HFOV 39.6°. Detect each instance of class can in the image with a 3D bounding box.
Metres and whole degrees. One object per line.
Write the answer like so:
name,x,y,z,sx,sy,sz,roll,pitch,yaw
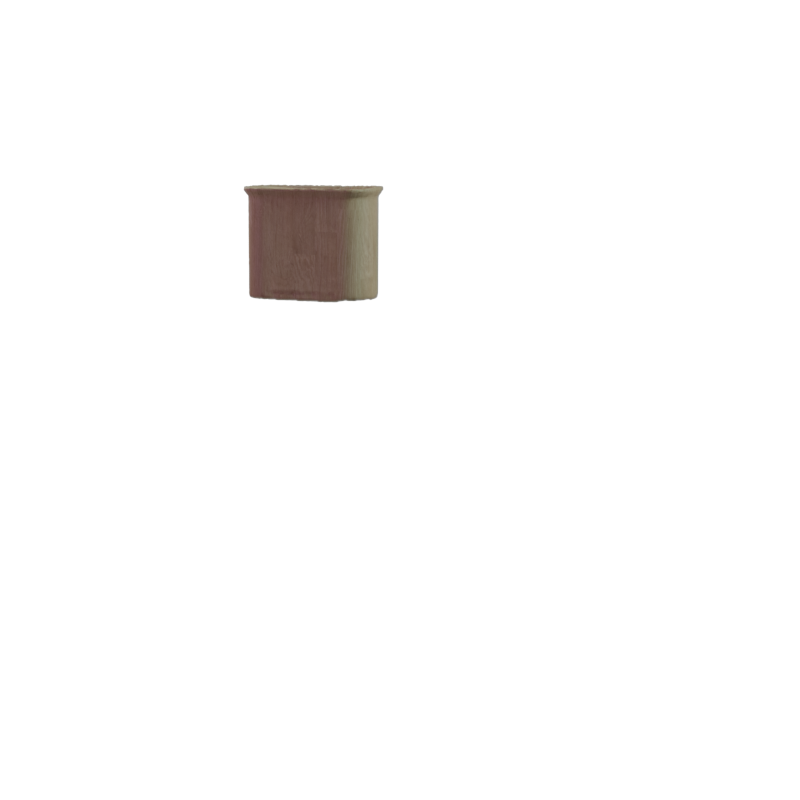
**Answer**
can,-0.065,-0.119,0.833,0.105,0.082,0.057,4,9,18
